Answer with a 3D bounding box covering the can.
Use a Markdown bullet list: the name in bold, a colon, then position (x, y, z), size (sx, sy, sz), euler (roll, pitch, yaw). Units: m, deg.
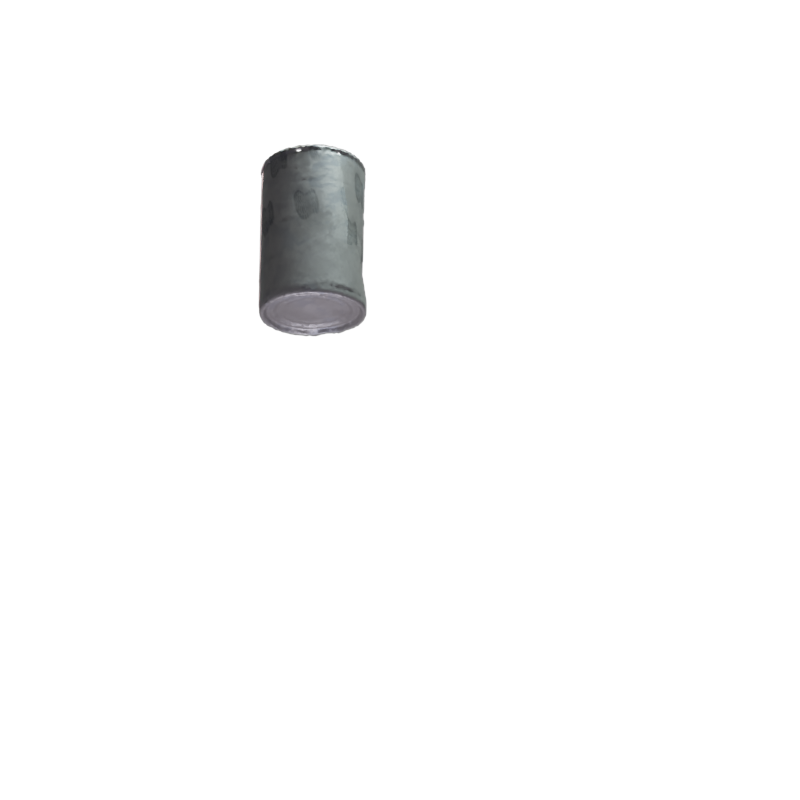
- **can**: position (-0.054, -0.099, 0.695), size (0.068, 0.108, 0.065), euler (0, -25, -2)
